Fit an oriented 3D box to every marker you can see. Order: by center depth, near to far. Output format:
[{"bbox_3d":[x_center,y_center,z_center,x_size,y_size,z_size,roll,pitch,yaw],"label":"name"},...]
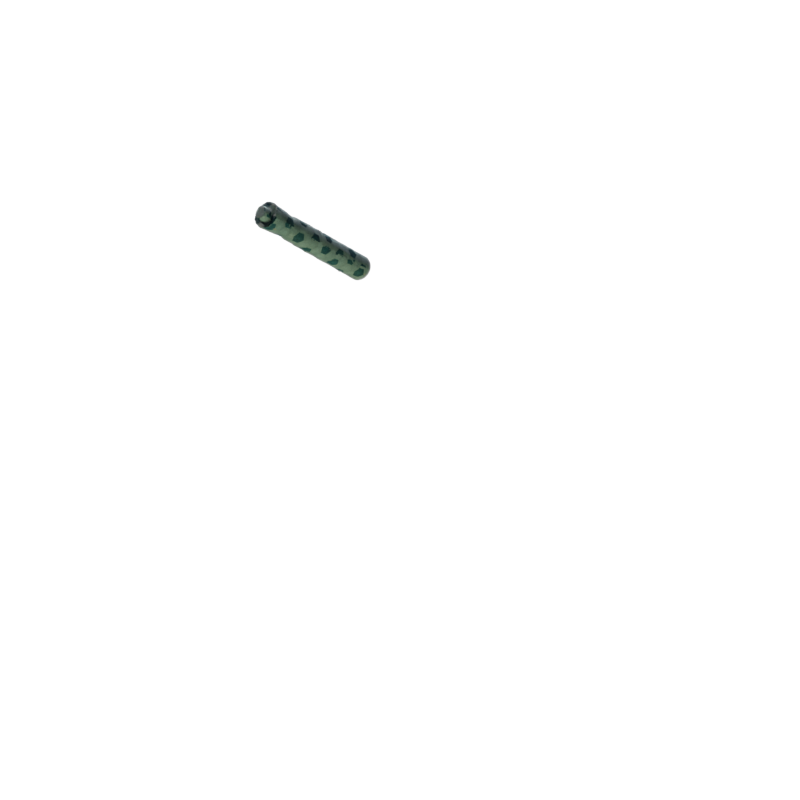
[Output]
[{"bbox_3d":[-0.061,-0.111,0.777,0.020,0.020,0.113,3,-12,36],"label":"marker"}]
